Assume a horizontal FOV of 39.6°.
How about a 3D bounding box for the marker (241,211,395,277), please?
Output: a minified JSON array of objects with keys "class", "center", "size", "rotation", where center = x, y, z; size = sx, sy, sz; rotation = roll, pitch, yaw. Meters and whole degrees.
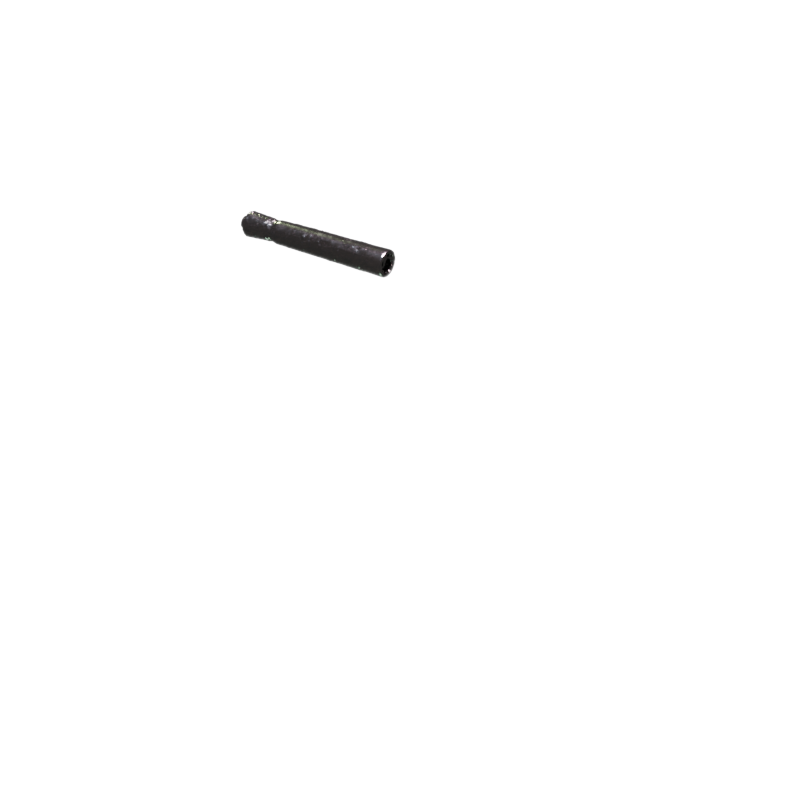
[{"class":"marker","center":[-0.059,-0.108,0.755],"size":[0.127,0.019,0.019],"rotation":[20,14,31]}]
